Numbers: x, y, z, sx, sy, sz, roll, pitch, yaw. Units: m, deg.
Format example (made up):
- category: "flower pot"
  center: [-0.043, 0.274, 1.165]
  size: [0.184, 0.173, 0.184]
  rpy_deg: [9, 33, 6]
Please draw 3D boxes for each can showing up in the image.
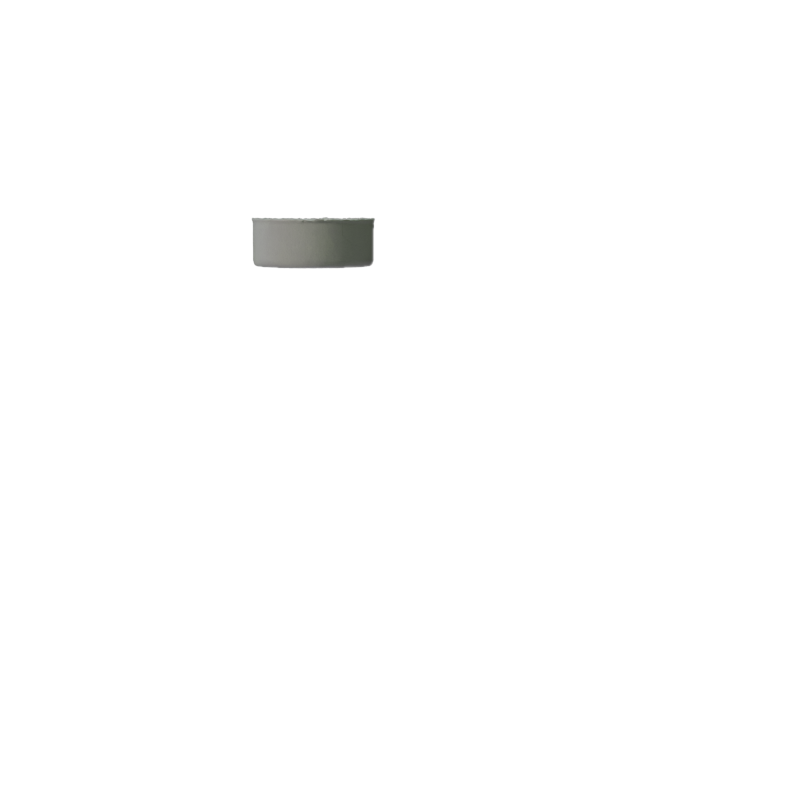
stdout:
- category: "can"
  center: [-0.061, -0.110, 0.773]
  size: [0.086, 0.033, 0.087]
  rpy_deg: [0, 9, -2]
